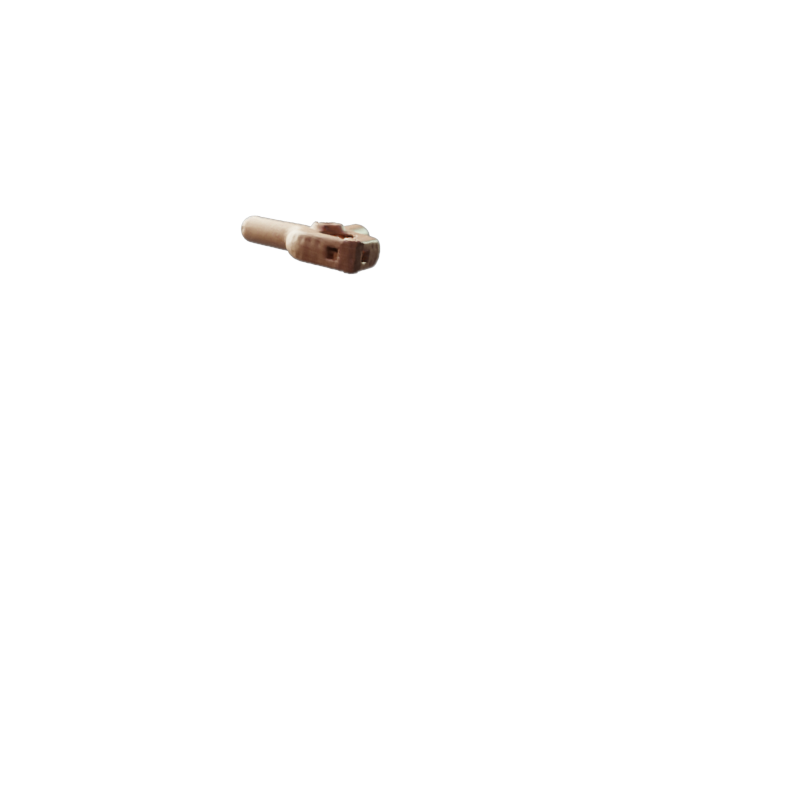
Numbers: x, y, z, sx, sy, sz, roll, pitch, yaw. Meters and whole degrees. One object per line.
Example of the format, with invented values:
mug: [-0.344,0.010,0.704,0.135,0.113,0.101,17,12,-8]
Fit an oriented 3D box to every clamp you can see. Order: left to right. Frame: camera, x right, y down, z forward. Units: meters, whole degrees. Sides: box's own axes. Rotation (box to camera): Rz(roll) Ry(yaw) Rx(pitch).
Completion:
clamp: [-0.075,-0.137,0.958,0.119,0.038,0.177,-2,12,-9]
